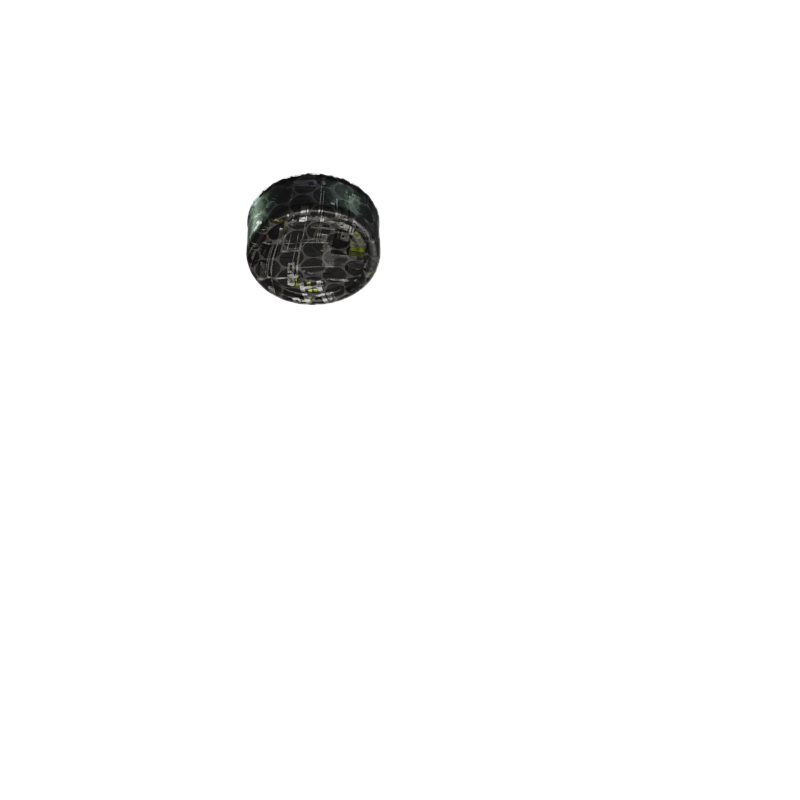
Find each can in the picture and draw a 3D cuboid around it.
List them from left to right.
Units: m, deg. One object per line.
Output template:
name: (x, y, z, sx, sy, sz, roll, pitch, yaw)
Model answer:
can: (-0.055, -0.100, 0.704, 0.086, 0.036, 0.080, 1, -44, -1)
